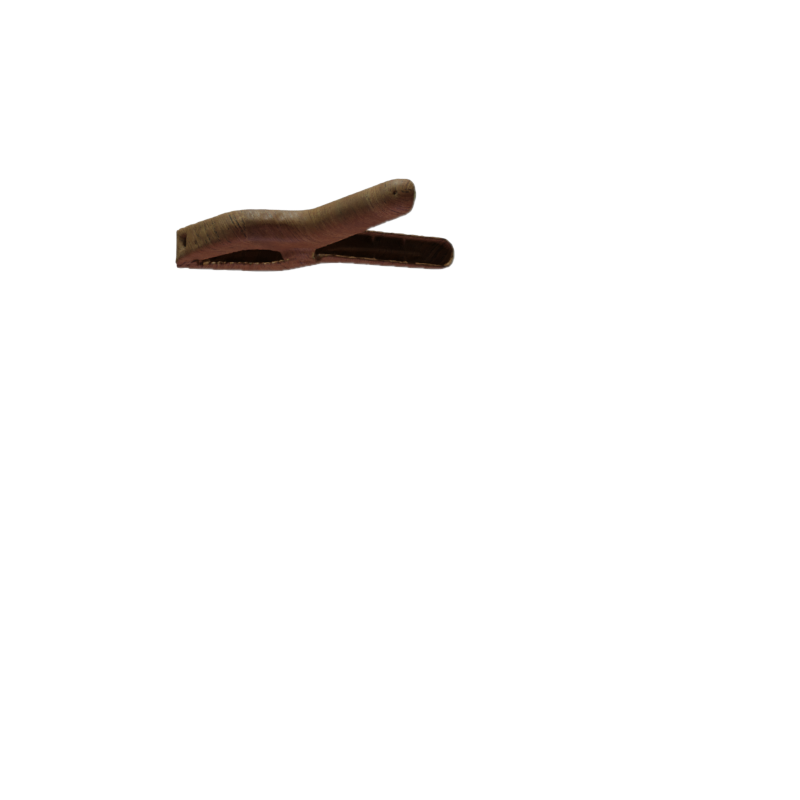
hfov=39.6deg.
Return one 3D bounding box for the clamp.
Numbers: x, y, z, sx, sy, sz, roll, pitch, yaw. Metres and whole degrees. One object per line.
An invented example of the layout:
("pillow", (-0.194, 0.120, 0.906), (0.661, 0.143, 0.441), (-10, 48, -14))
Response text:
("clamp", (-0.065, -0.119, 0.831), (0.214, 0.038, 0.156), (-4, -11, 21))
